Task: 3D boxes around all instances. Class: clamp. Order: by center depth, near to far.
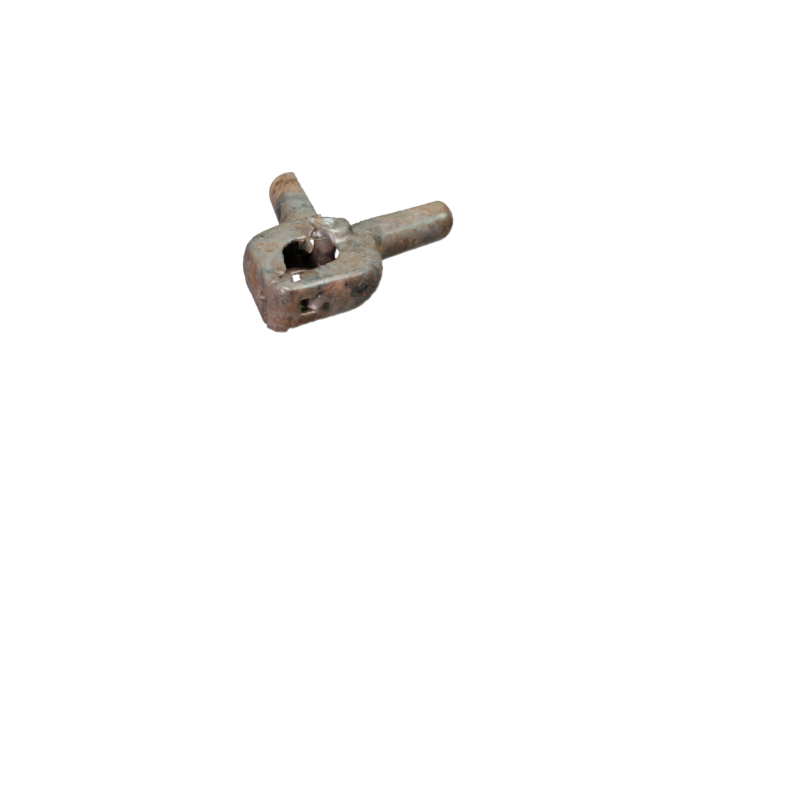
[{"bbox_3d":[-0.051,-0.094,0.657,0.125,0.037,0.174,12,29,22],"label":"clamp"}]
